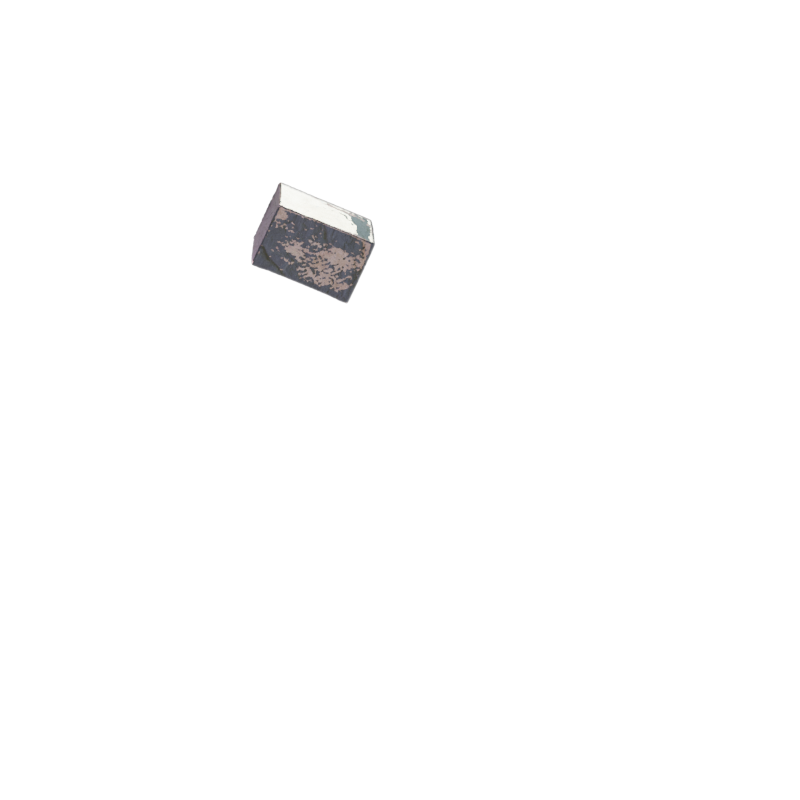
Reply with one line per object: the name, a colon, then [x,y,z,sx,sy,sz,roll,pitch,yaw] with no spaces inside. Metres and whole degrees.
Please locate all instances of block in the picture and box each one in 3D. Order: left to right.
block: [-0.064,-0.117,0.817,0.076,0.051,0.054,23,23,-11]
